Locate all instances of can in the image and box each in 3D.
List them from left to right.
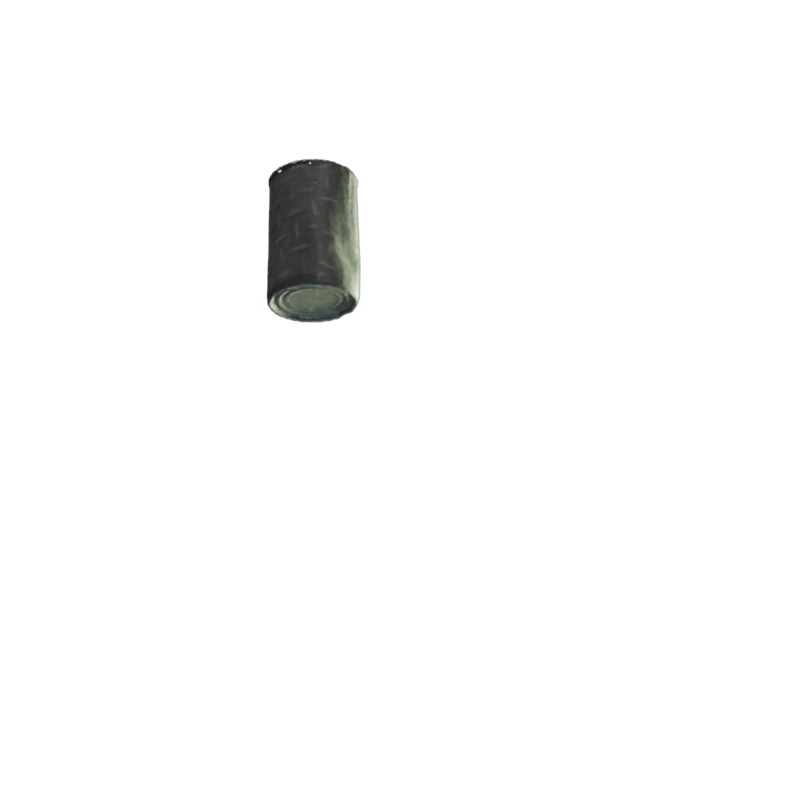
[{"bbox_3d":[-0.064,-0.116,0.814,0.068,0.108,0.065,0,-25,-2],"label":"can"}]
